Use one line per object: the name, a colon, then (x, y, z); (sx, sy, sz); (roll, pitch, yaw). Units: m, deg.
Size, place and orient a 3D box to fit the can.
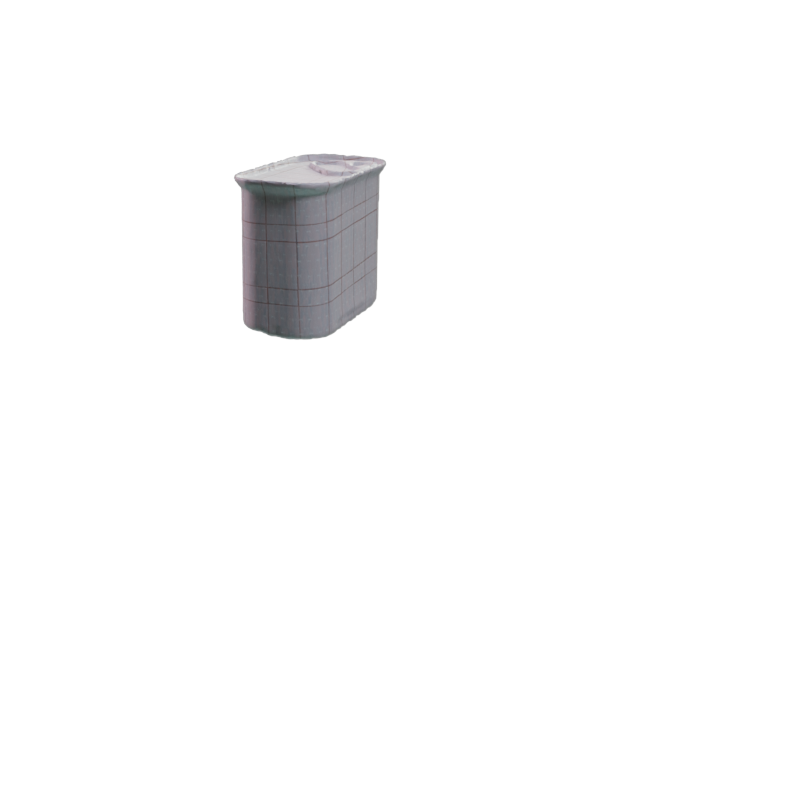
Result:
can: (-0.048, -0.087, 0.612); (0.059, 0.081, 0.102); (7, 19, 20)
